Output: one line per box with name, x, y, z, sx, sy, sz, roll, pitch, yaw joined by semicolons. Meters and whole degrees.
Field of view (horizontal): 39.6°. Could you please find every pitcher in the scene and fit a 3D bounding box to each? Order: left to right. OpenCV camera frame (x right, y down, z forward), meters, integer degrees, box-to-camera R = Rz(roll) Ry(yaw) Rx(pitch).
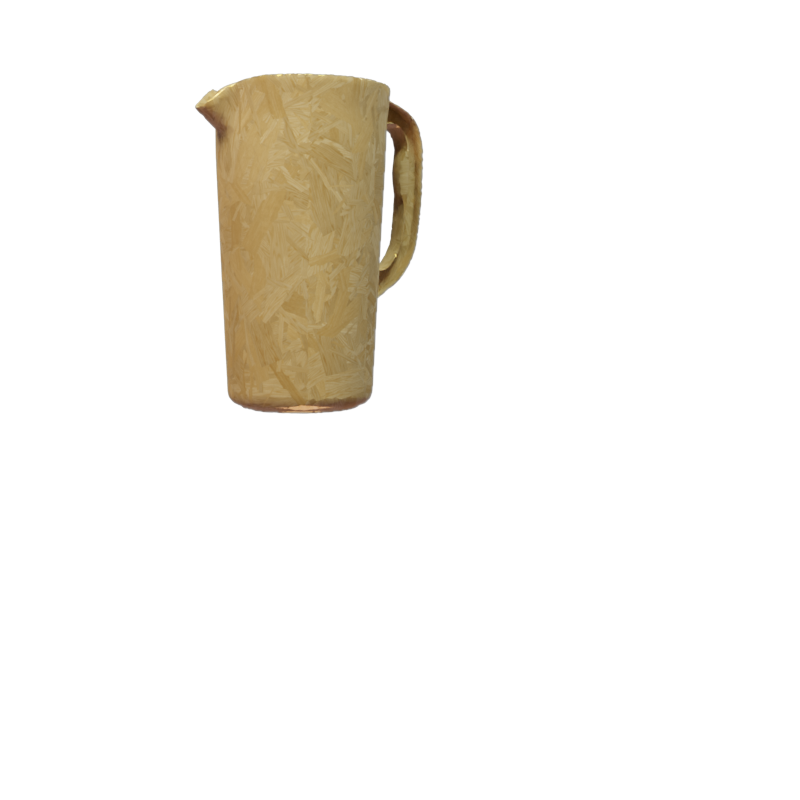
pitcher;-0.065;-0.118;0.829;0.152;0.243;0.143;0;2;11
